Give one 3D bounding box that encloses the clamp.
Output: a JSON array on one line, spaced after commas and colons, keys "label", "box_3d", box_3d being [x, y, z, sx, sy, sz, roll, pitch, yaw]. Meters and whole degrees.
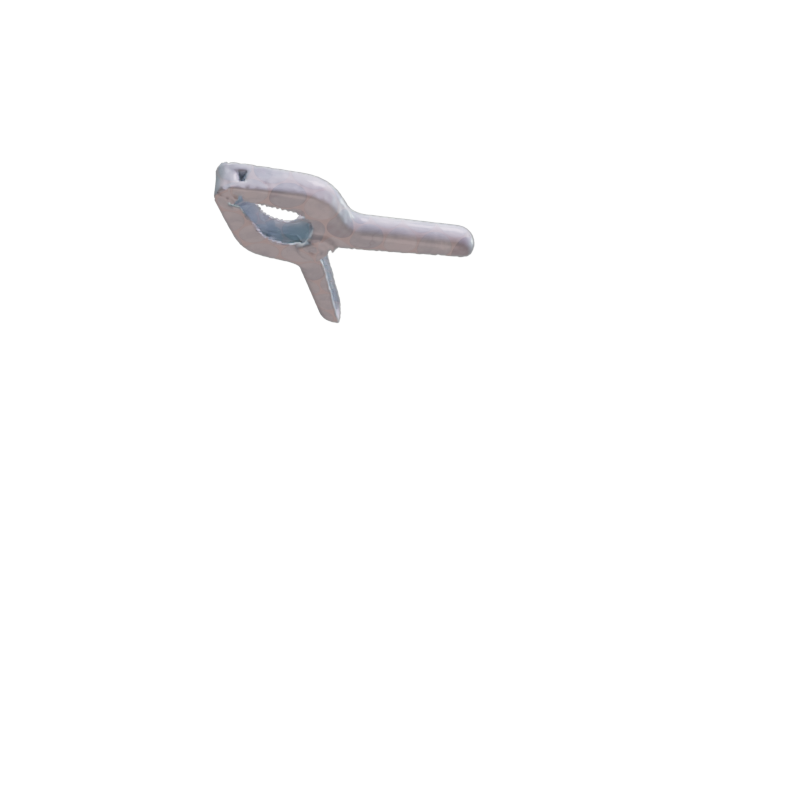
[{"label": "clamp", "box_3d": [-0.069, -0.127, 0.887, 0.199, 0.039, 0.163, 21, -36, -32]}]
